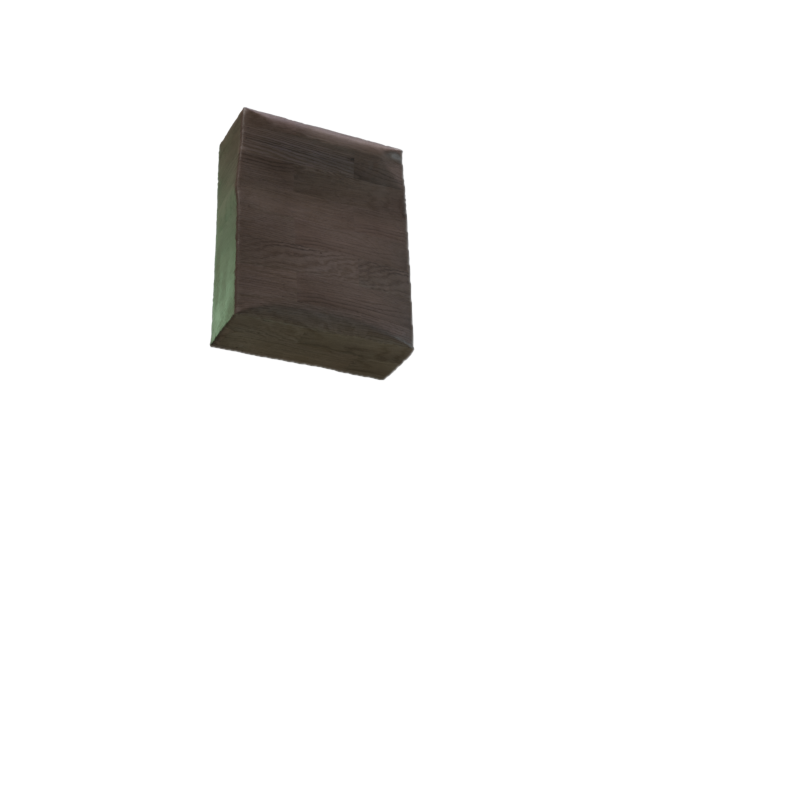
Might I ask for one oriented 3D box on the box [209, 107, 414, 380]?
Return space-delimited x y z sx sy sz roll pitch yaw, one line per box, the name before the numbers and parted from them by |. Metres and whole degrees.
box | -0.076 -0.138 0.968 0.158 0.228 0.070 11 -32 -22
